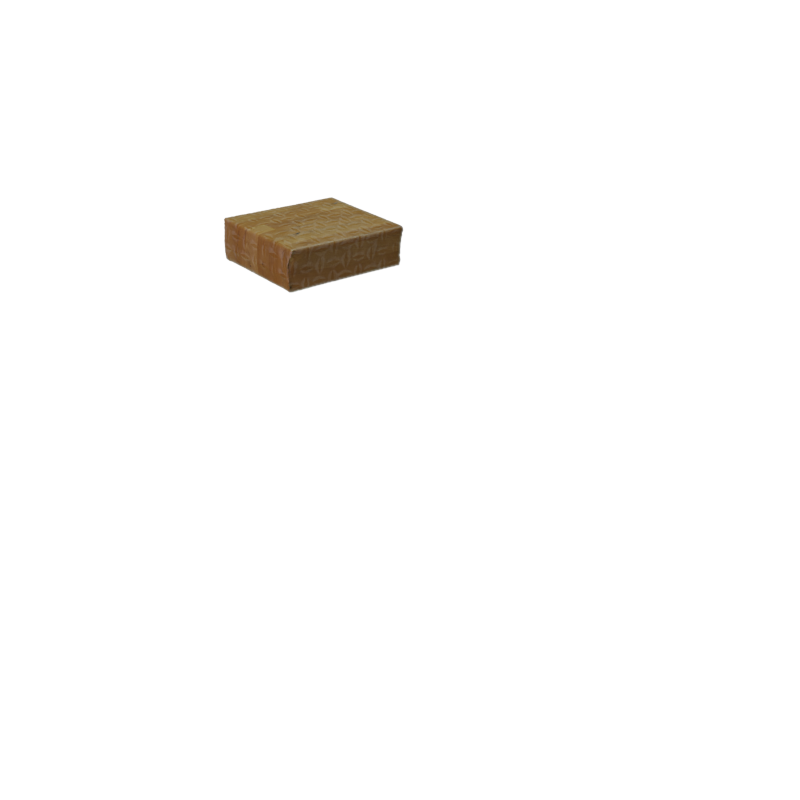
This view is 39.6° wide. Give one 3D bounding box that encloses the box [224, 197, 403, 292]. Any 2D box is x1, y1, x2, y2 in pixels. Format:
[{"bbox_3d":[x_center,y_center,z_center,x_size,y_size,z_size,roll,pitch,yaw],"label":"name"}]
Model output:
[{"bbox_3d":[-0.068,-0.125,0.873,0.112,0.037,0.096,-20,33,-35],"label":"box"}]
